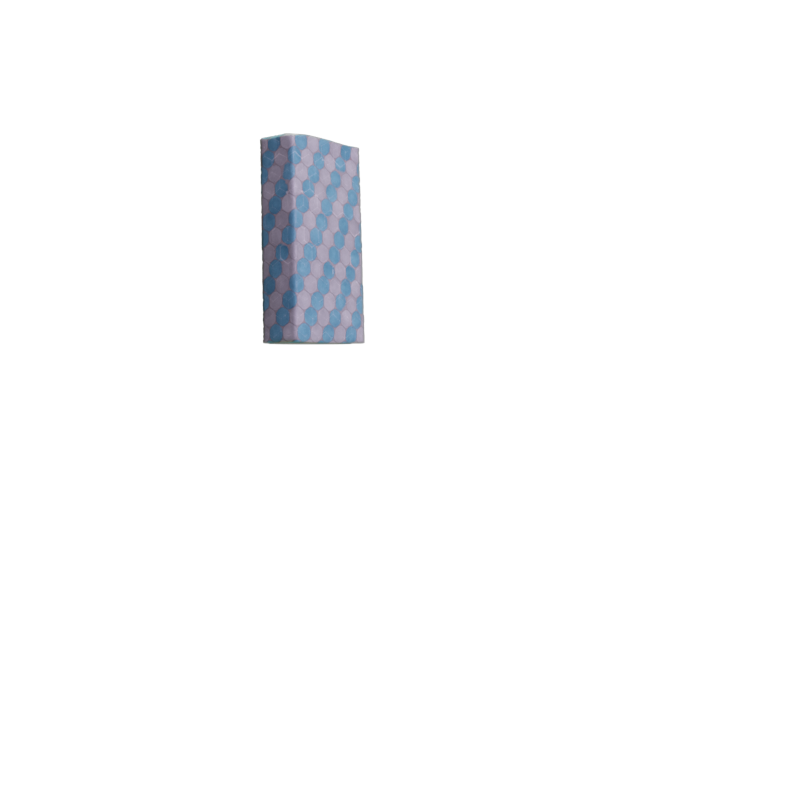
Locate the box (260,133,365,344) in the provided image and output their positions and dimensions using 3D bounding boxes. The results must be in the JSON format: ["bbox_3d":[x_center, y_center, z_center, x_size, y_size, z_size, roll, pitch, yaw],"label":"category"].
[{"bbox_3d":[-0.075,-0.136,0.956,0.050,0.179,0.089,-5,-6,39],"label":"box"}]
